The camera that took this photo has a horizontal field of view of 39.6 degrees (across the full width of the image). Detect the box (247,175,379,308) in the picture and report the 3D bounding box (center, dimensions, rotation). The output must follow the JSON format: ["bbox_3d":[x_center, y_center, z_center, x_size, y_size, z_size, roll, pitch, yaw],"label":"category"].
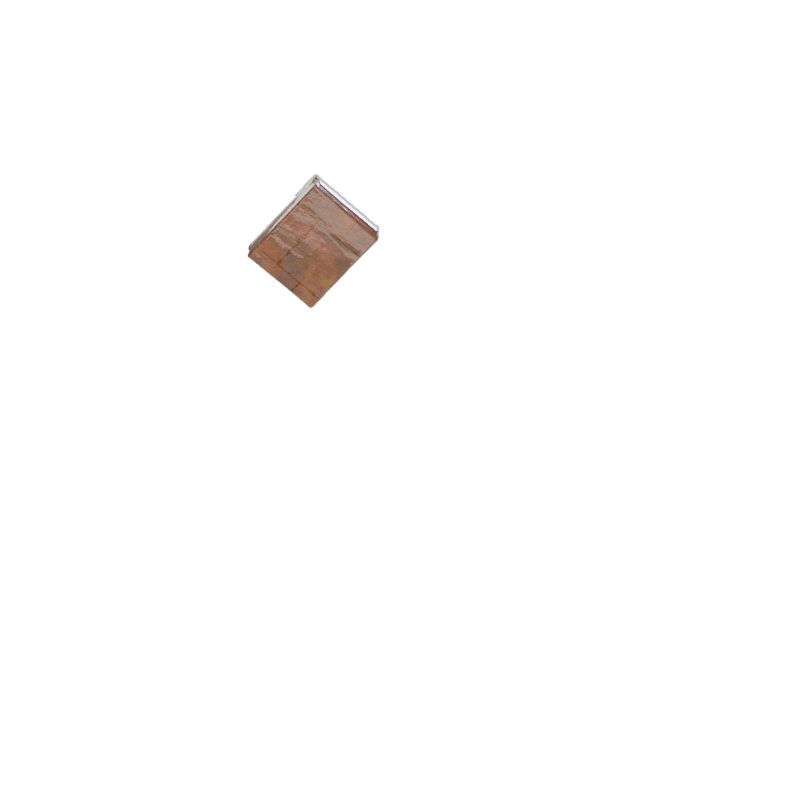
[{"bbox_3d":[-0.073,-0.134,0.938,0.070,0.088,0.032,40,17,-16],"label":"box"}]
